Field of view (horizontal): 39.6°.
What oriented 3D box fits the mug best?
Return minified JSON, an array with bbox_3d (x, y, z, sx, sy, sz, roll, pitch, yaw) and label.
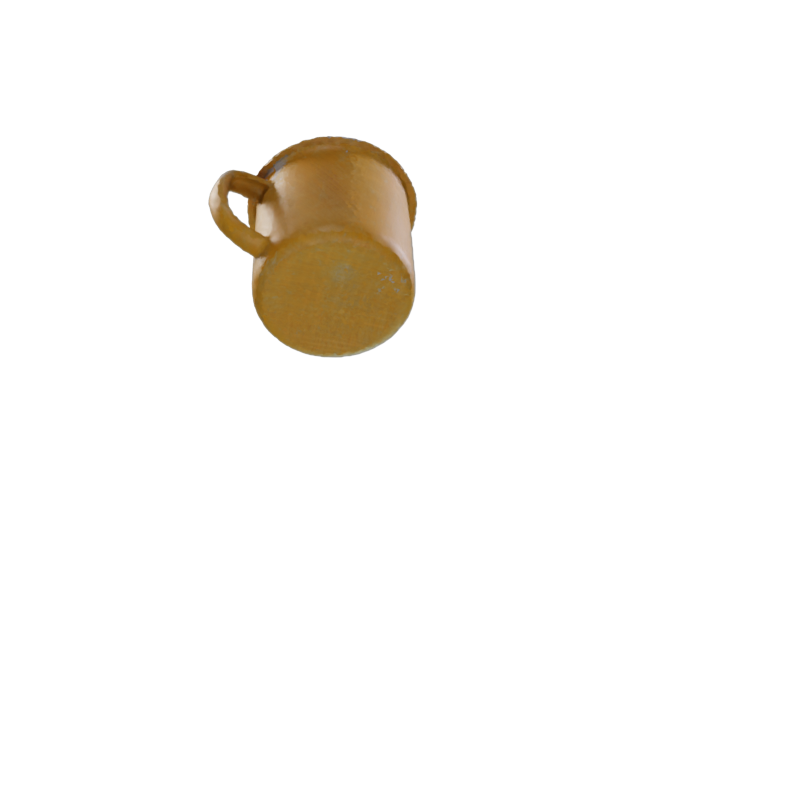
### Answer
[{"bbox_3d":[-0.045,-0.082,0.571,0.112,0.091,0.087,27,33,-21],"label":"mug"}]
